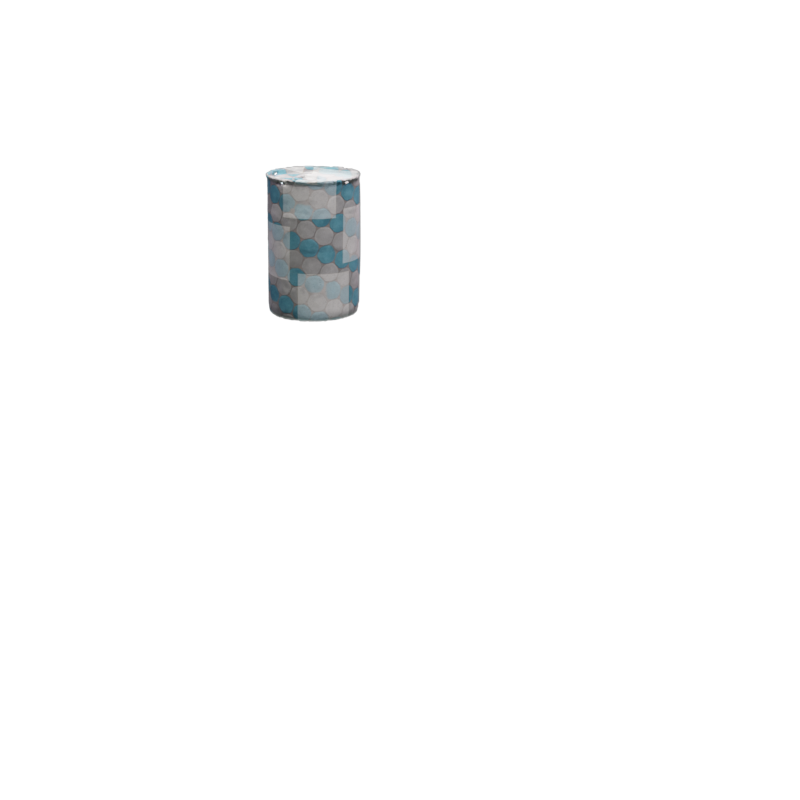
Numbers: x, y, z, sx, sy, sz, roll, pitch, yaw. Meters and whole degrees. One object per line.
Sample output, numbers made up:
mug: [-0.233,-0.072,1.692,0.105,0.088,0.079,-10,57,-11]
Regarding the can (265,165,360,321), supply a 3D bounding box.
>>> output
can: [-0.063,-0.115,0.804,0.068,0.099,0.071,0,16,-2]
